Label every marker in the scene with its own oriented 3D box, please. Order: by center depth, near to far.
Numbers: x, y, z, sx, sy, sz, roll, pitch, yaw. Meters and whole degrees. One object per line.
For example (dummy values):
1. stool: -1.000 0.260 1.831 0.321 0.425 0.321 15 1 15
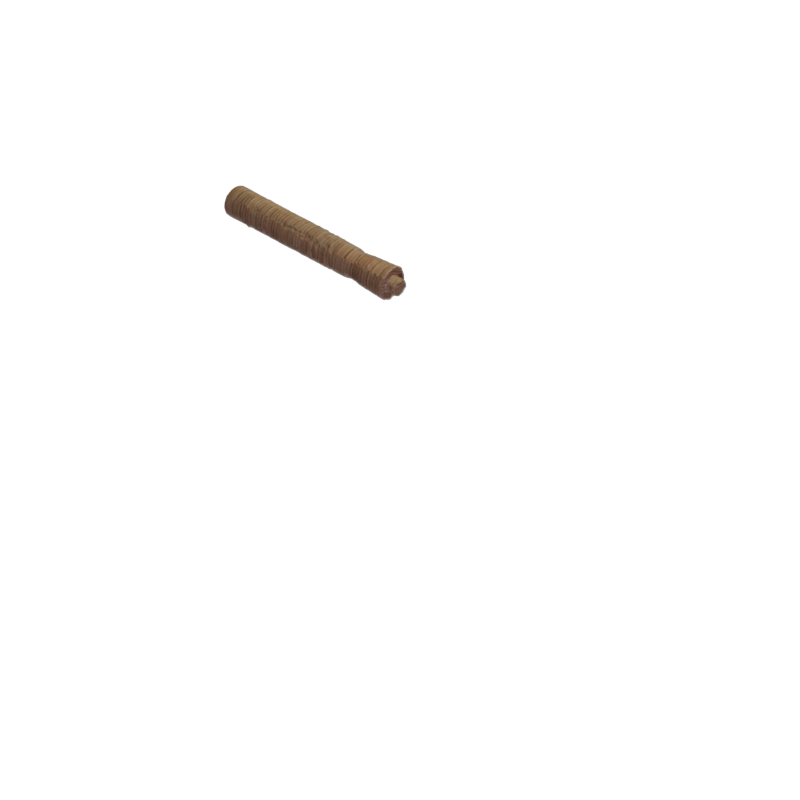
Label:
1. marker: -0.046 -0.084 0.589 0.129 0.019 0.019 31 21 33
